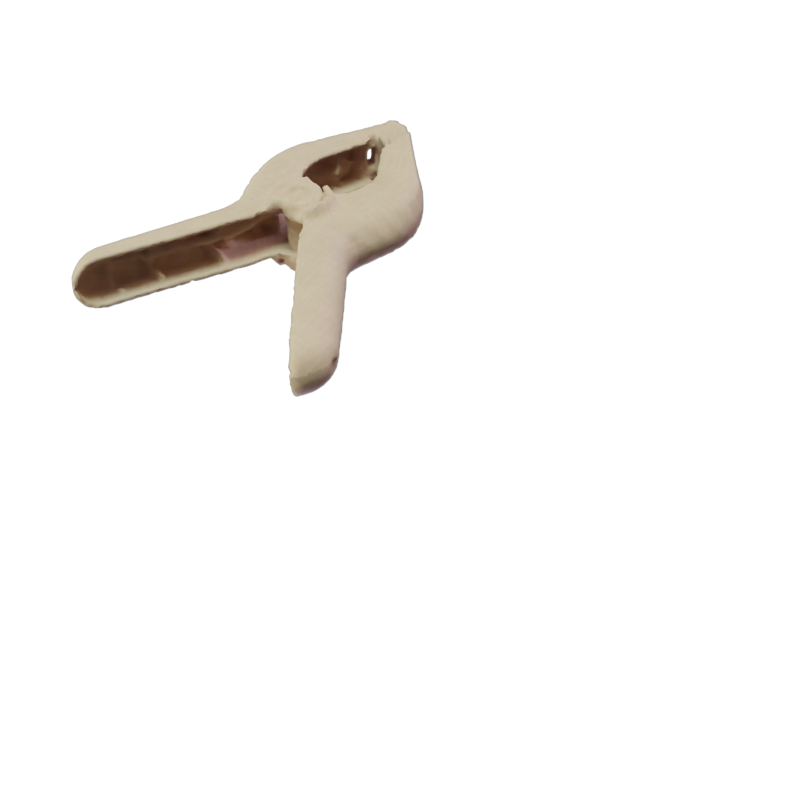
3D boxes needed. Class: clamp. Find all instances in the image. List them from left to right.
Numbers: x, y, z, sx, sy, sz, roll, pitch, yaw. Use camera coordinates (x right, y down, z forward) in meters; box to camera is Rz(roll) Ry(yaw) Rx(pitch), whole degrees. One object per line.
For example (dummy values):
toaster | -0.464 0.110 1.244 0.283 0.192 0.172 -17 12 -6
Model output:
clamp | -0.036 -0.066 0.462 0.127 0.036 0.173 31 52 28
